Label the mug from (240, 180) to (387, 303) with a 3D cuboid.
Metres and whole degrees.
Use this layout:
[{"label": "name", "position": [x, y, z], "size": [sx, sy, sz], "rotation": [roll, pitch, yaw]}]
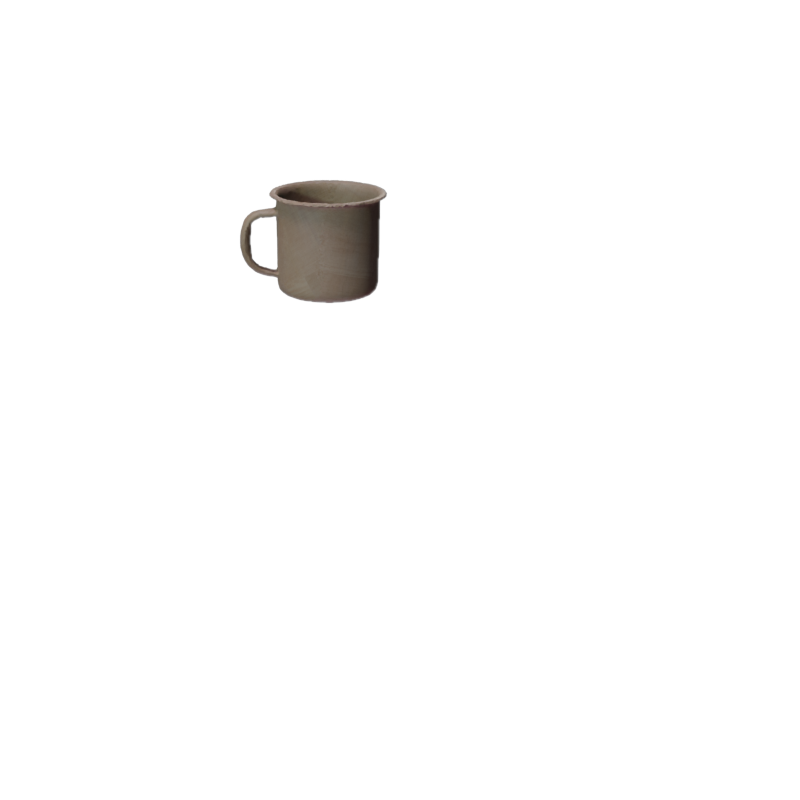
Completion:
[{"label": "mug", "position": [-0.069, -0.126, 0.885], "size": [0.115, 0.078, 0.098], "rotation": [-4, 20, -12]}]
